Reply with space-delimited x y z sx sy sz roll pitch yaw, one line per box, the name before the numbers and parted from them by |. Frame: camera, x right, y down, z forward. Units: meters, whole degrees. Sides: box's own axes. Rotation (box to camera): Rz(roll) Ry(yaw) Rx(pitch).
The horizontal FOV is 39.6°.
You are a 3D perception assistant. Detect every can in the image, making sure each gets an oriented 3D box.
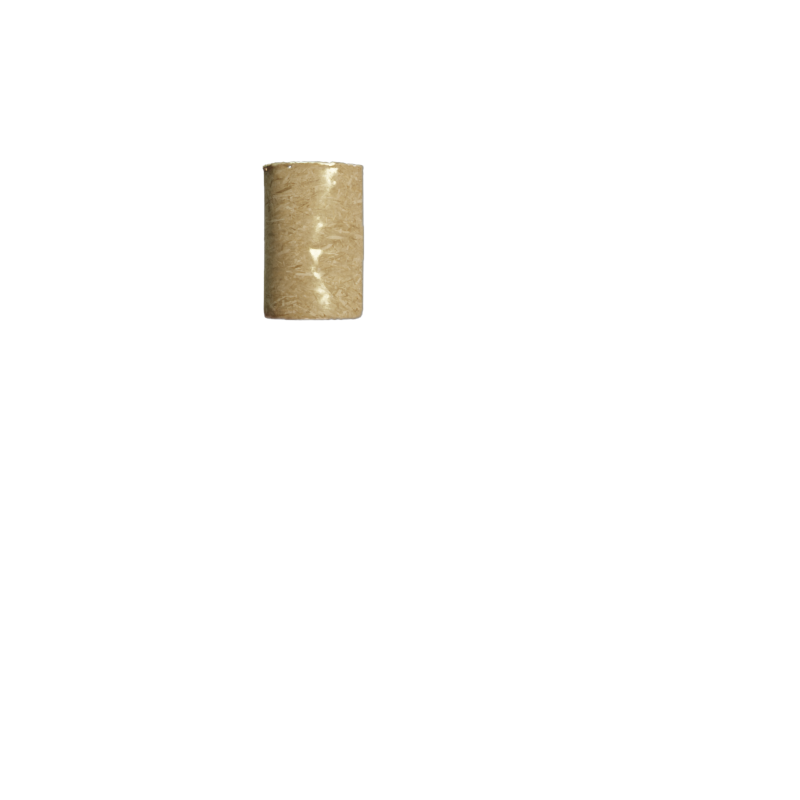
can | -0.058 -0.106 0.741 0.068 0.102 0.069 0 1 -2
